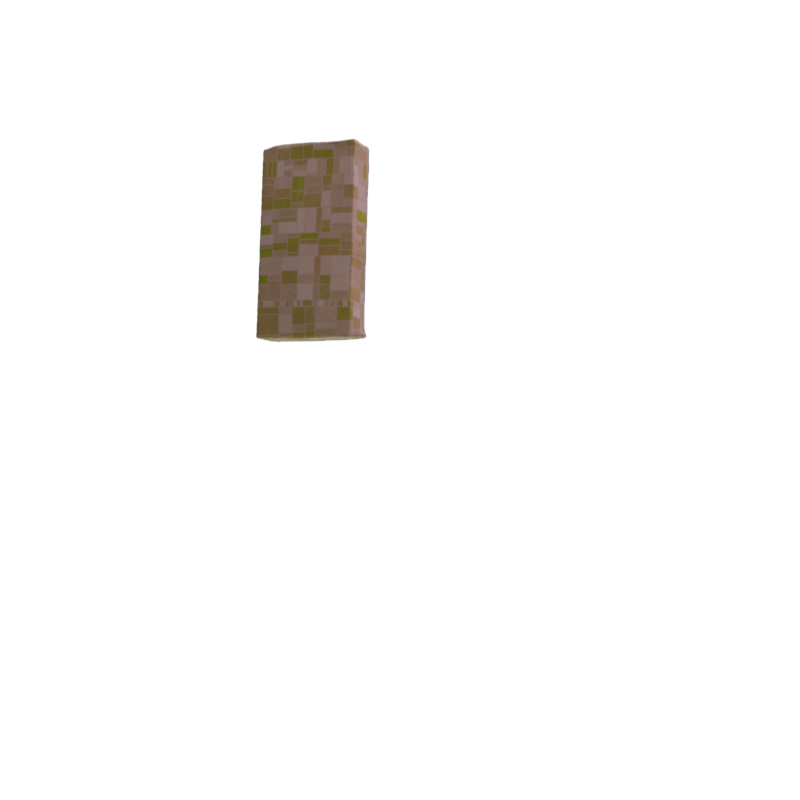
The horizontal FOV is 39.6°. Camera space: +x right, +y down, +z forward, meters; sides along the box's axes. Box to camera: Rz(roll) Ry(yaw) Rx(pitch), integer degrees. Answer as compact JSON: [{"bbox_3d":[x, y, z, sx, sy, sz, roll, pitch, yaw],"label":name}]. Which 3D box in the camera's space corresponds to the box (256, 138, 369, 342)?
[{"bbox_3d":[-0.078,-0.142,0.991,0.096,0.179,0.046,-3,-8,22],"label":"box"}]
